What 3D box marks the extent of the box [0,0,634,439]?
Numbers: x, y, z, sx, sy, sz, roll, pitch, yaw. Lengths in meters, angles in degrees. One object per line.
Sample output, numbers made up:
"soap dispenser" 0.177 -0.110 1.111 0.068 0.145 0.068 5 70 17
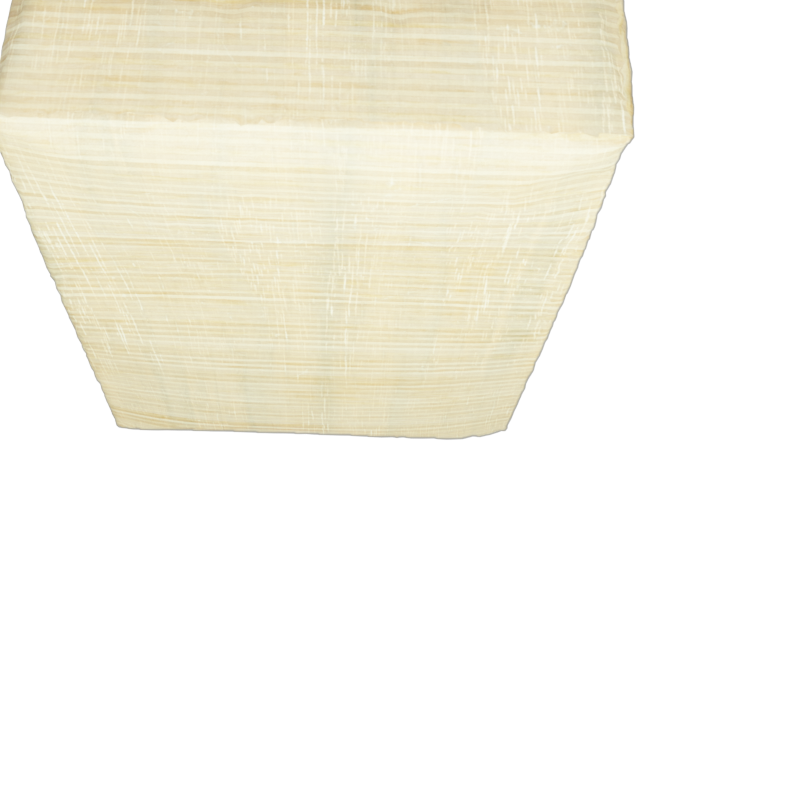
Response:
"box" -0.029 -0.054 0.375 0.164 0.076 0.202 2 -23 -2
